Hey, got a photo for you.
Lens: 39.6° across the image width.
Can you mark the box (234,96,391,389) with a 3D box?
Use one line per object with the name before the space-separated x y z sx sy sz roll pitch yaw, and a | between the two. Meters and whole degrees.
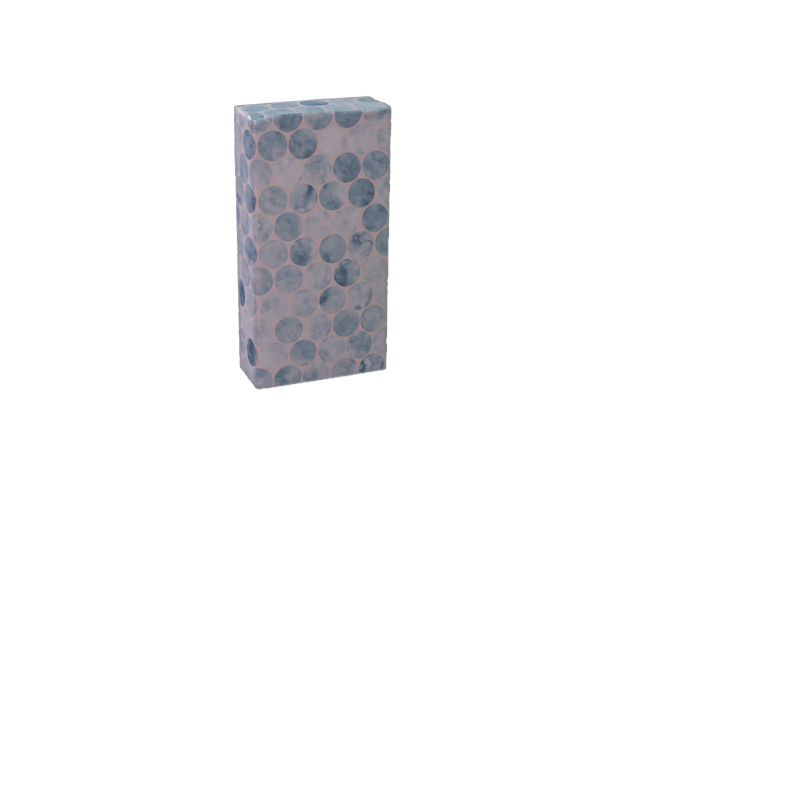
box | -0.055 -0.100 0.702 0.091 0.168 0.051 -8 23 -21
